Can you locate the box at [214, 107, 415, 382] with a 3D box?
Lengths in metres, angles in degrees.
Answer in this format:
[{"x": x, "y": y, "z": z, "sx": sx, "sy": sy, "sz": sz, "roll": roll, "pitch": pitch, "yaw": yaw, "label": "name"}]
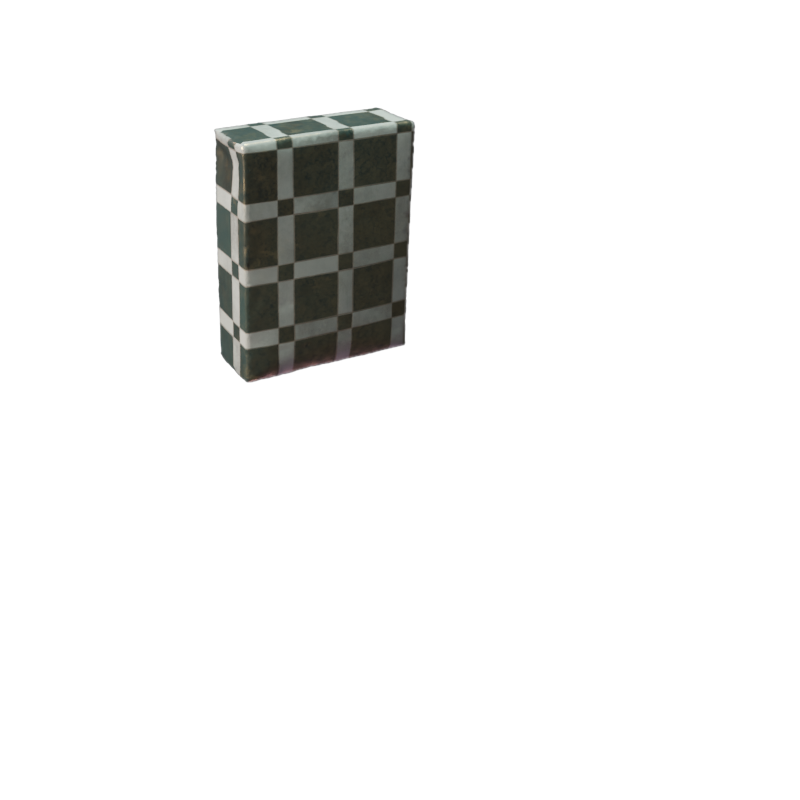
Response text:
[{"x": -0.076, "y": -0.138, "z": 0.970, "sx": 0.161, "sy": 0.204, "sz": 0.077, "roll": -12, "pitch": 26, "yaw": -28, "label": "box"}]
